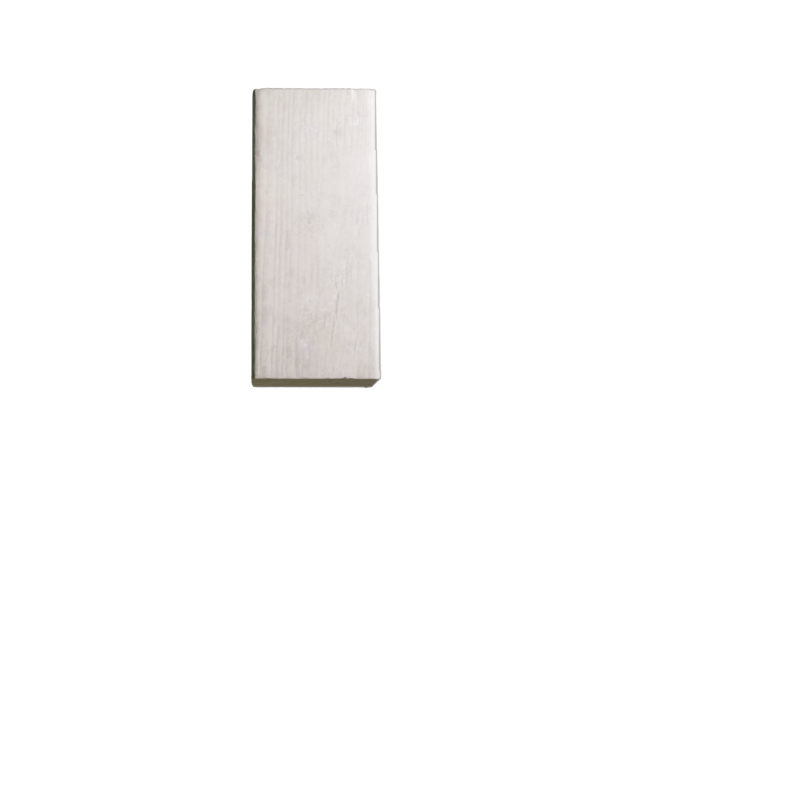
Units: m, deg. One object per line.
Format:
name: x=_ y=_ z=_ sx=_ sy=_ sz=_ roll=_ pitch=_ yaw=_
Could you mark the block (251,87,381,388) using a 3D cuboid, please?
block: x=-0.064 y=-0.116 z=0.810 sx=0.090 sy=0.212 sz=0.088 roll=0 pitch=-10 yaw=-4
